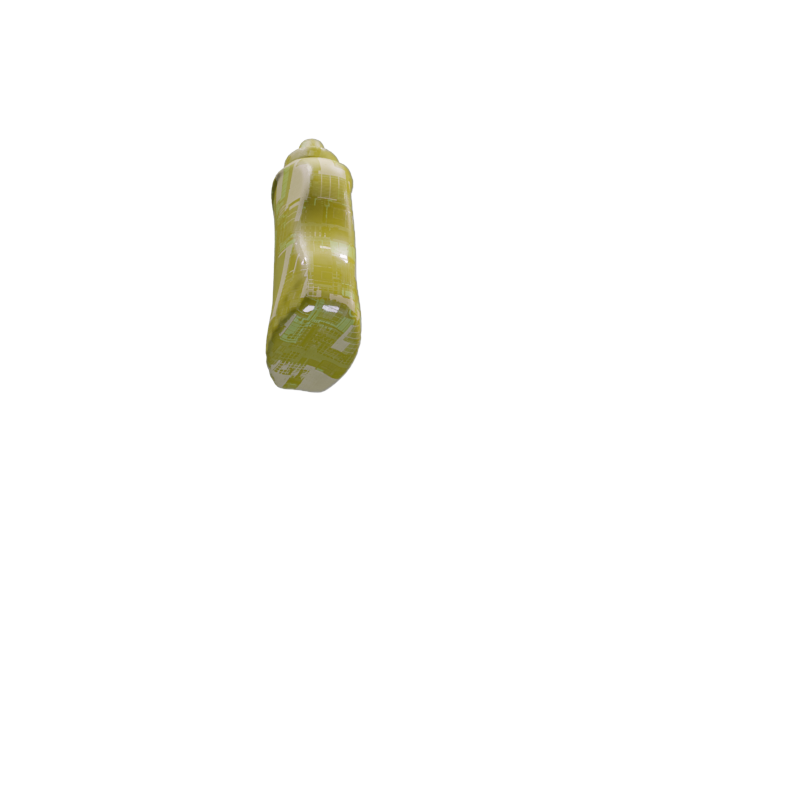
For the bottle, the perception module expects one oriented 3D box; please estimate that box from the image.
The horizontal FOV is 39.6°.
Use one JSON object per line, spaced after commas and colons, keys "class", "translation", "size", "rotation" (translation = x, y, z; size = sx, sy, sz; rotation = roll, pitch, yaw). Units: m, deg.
{"class": "bottle", "translation": [-0.060, -0.108, 0.757], "size": [0.057, 0.206, 0.091], "rotation": [6, -40, -12]}
